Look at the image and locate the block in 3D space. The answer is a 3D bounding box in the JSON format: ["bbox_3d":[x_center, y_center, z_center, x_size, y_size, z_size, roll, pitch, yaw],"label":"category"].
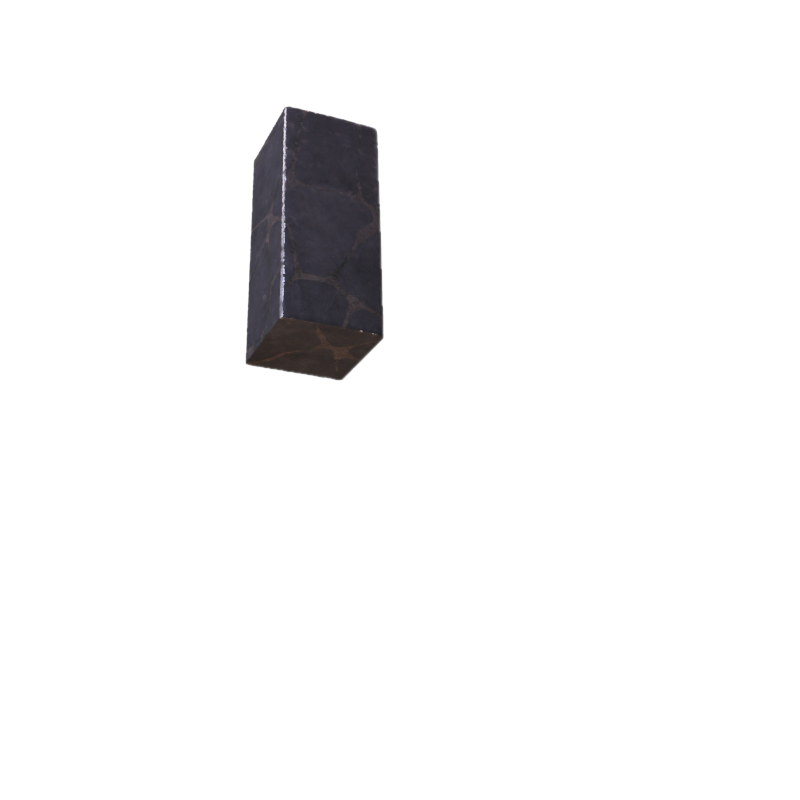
[{"bbox_3d":[-0.073,-0.135,0.943,0.087,0.220,0.088,11,-32,-21],"label":"block"}]
